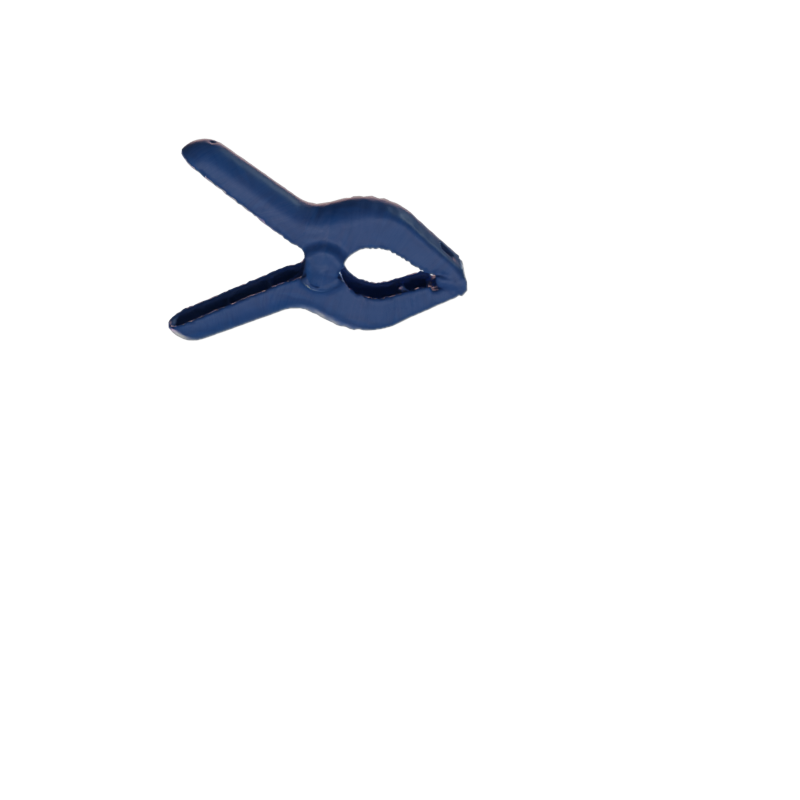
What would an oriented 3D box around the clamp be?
[{"bbox_3d":[-0.048,-0.088,0.618,0.171,0.113,0.042,-1,32,0],"label":"clamp"}]
